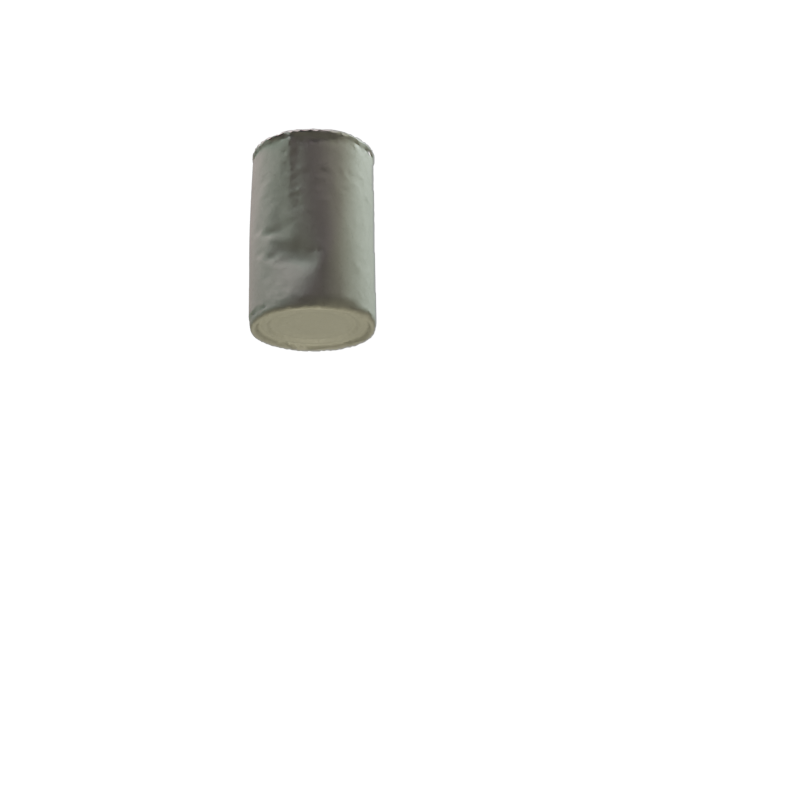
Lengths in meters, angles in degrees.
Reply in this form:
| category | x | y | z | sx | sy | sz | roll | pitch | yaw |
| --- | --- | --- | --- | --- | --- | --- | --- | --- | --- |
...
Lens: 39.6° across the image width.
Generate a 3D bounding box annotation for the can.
| category | x | y | z | sx | sy | sz | roll | pitch | yaw |
| --- | --- | --- | --- | --- | --- | --- | --- | --- | --- |
| can | -0.046 | -0.085 | 0.593 | 0.068 | 0.108 | 0.065 | 0 | -22 | -2 |
